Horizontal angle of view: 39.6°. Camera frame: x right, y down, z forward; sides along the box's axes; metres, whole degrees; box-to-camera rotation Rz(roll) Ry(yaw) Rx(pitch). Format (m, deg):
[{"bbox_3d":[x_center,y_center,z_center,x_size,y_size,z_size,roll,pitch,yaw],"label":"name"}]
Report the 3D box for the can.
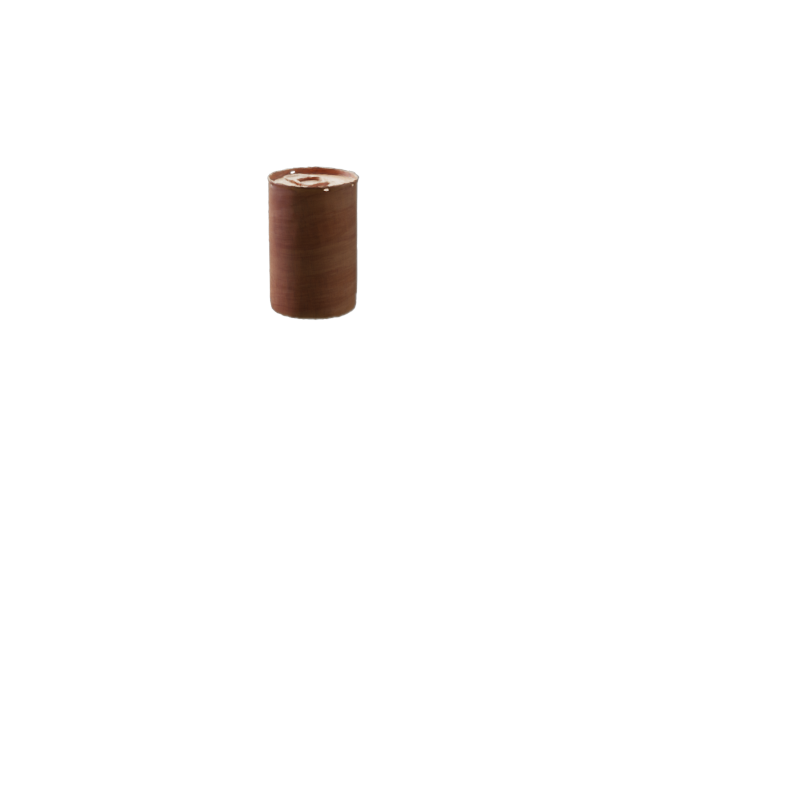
[{"bbox_3d":[-0.065,-0.119,0.834,0.068,0.098,0.072,0,19,-2],"label":"can"}]
